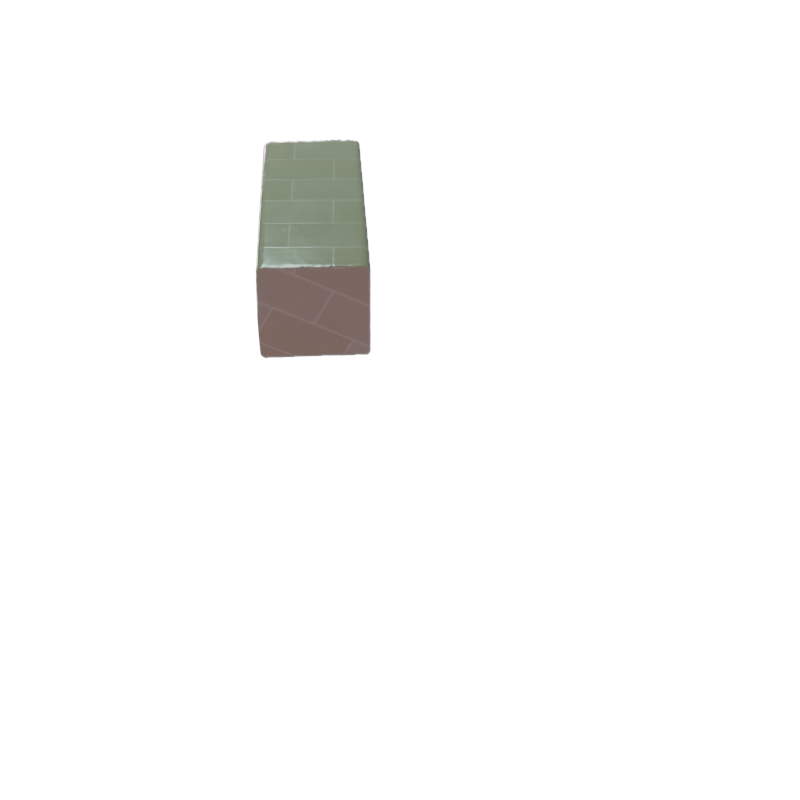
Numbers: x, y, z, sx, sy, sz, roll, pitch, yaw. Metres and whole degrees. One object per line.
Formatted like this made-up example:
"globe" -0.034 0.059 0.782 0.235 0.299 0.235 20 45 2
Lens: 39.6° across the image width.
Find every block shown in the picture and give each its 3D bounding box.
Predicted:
"block" -0.075 -0.137 0.956 0.090 0.084 0.221 -2 38 -2
